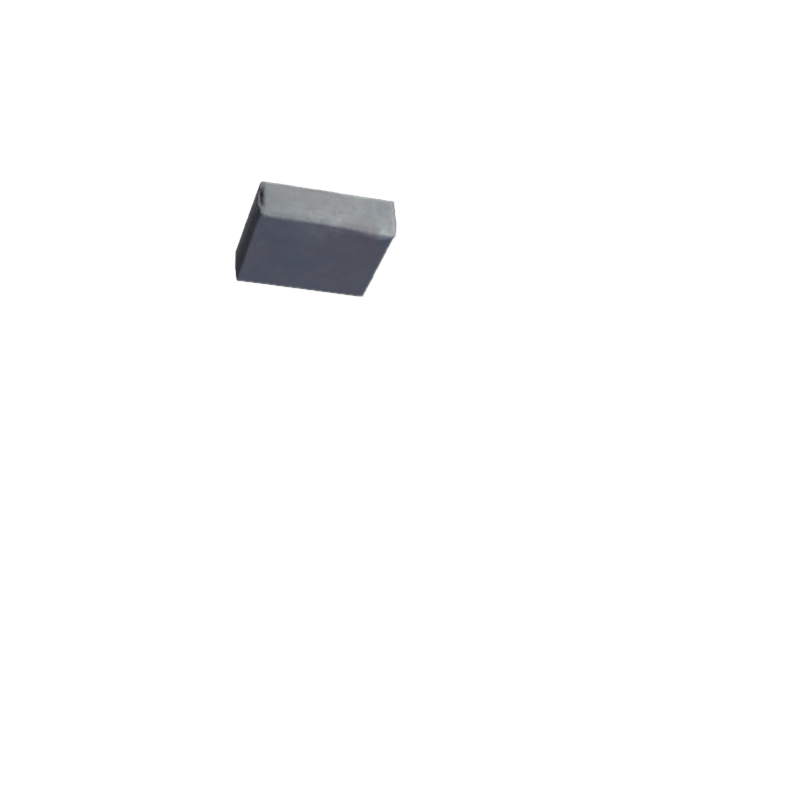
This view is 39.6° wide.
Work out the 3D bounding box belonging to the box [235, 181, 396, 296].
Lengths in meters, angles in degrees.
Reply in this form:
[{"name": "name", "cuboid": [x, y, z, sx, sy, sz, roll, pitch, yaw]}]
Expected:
[{"name": "box", "cuboid": [-0.070, -0.127, 0.891, 0.111, 0.042, 0.086, 9, -34, -14]}]
